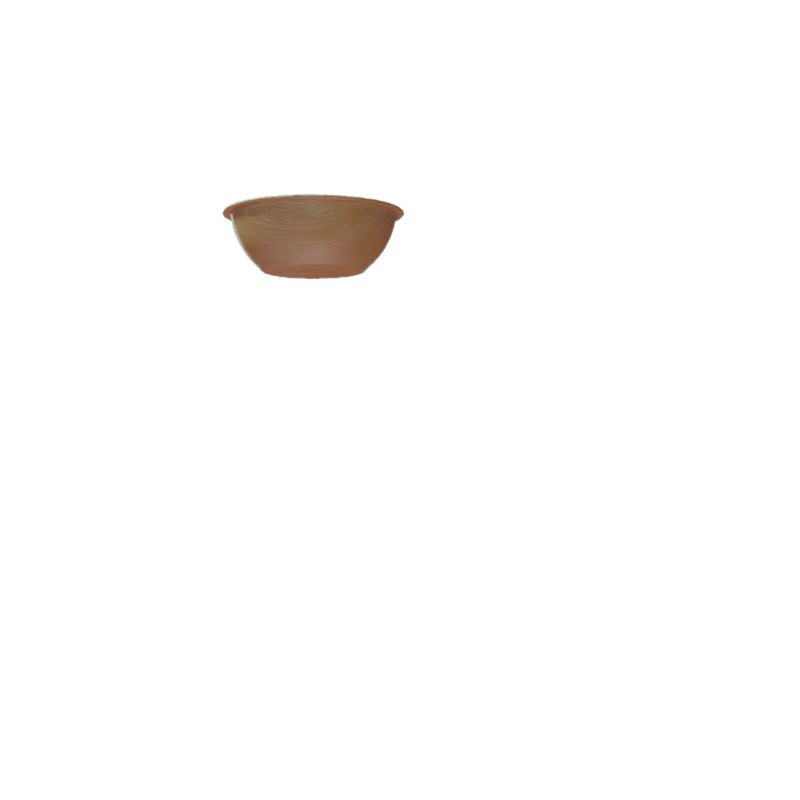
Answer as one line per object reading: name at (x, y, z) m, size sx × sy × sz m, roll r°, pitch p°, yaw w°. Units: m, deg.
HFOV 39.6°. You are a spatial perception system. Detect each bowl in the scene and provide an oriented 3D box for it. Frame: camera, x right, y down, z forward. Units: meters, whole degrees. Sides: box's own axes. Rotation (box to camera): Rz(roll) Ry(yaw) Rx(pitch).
bowl at (-0.077, -0.141, 0.984) m, size 0.162 × 0.056 × 0.160 m, roll 0°, pitch -3°, yaw -2°
